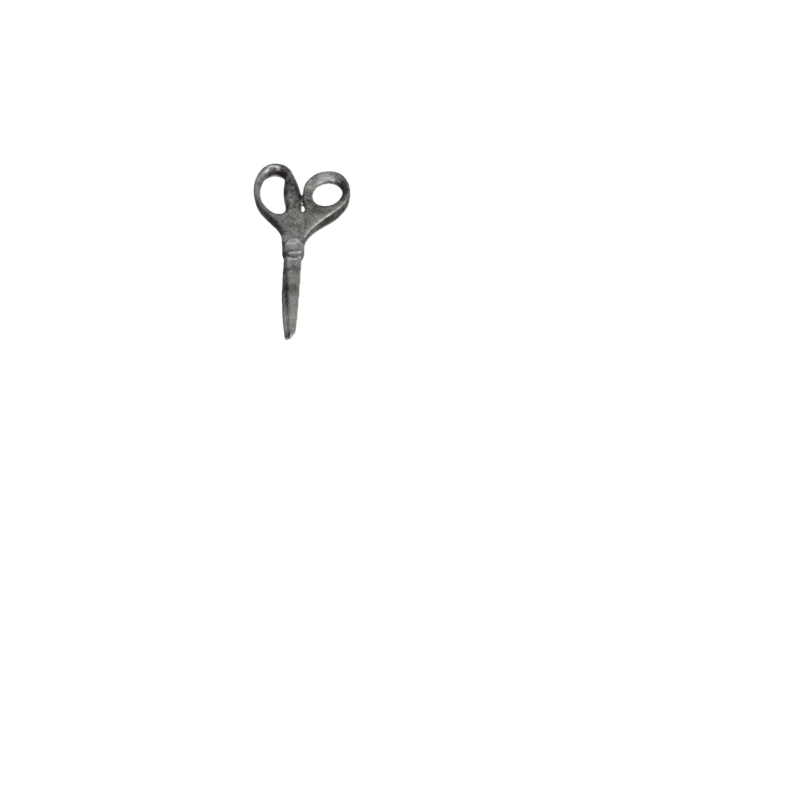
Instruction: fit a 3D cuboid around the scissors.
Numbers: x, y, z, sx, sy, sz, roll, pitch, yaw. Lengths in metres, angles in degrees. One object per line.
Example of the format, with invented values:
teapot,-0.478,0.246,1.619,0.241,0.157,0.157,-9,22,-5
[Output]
scissors,-0.075,-0.137,0.962,0.095,0.218,0.015,-12,-39,-10
